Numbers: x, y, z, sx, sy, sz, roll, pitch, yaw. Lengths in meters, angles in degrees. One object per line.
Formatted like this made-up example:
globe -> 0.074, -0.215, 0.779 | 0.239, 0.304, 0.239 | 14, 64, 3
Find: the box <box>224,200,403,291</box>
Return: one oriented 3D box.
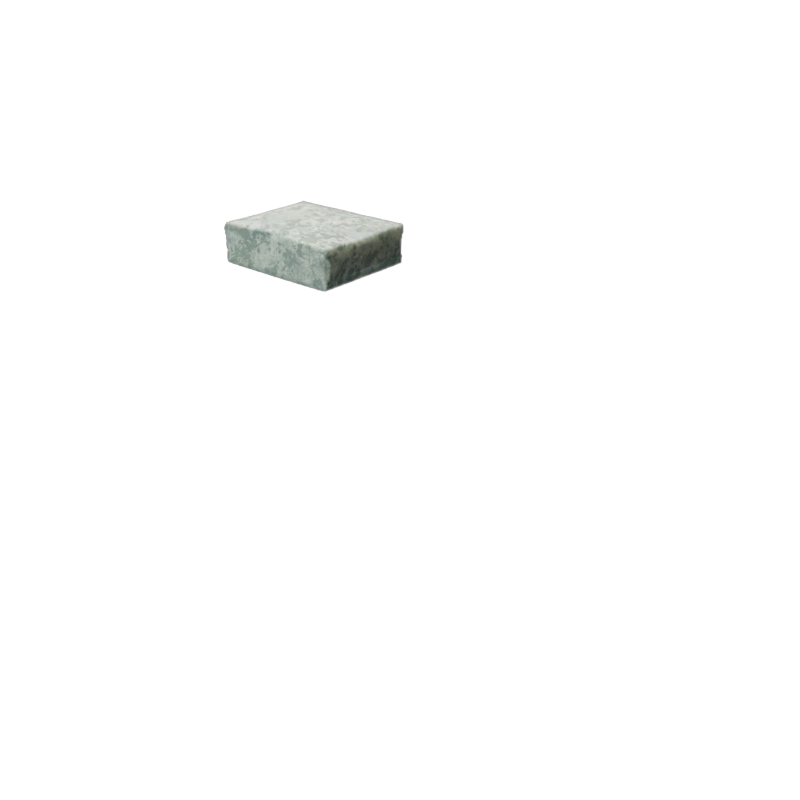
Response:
box -> -0.055, -0.100, 0.700 | 0.094, 0.029, 0.072 | 20, 30, 37
